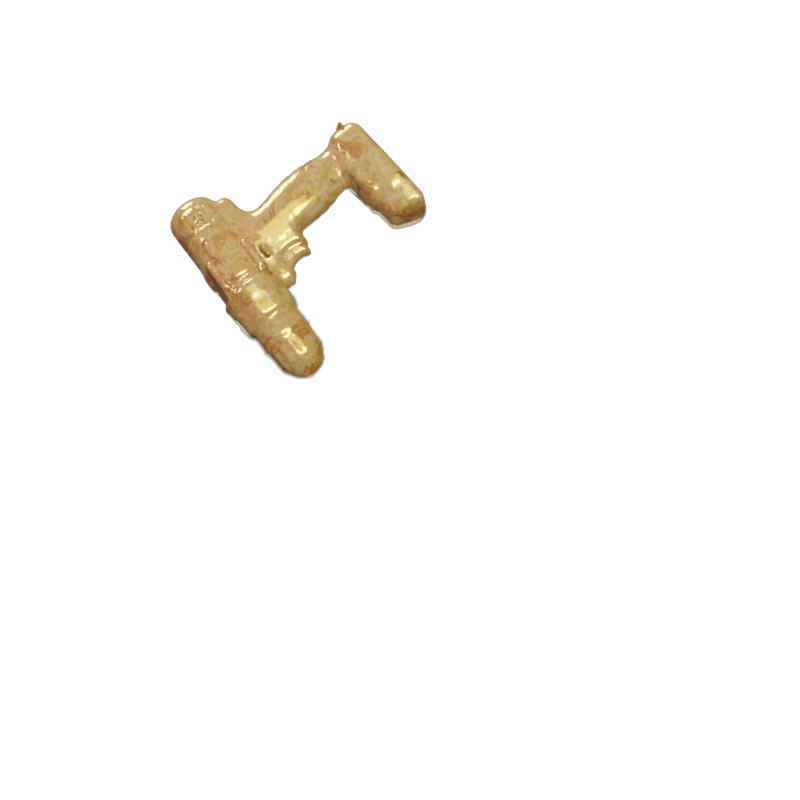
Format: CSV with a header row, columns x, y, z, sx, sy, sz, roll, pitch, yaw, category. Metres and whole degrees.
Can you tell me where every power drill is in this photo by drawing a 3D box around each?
x,y,z,sx,sy,sz,roll,pitch,yaw,category
-0.072,-0.132,0.925,0.188,0.194,0.054,-36,-18,-14,power drill
